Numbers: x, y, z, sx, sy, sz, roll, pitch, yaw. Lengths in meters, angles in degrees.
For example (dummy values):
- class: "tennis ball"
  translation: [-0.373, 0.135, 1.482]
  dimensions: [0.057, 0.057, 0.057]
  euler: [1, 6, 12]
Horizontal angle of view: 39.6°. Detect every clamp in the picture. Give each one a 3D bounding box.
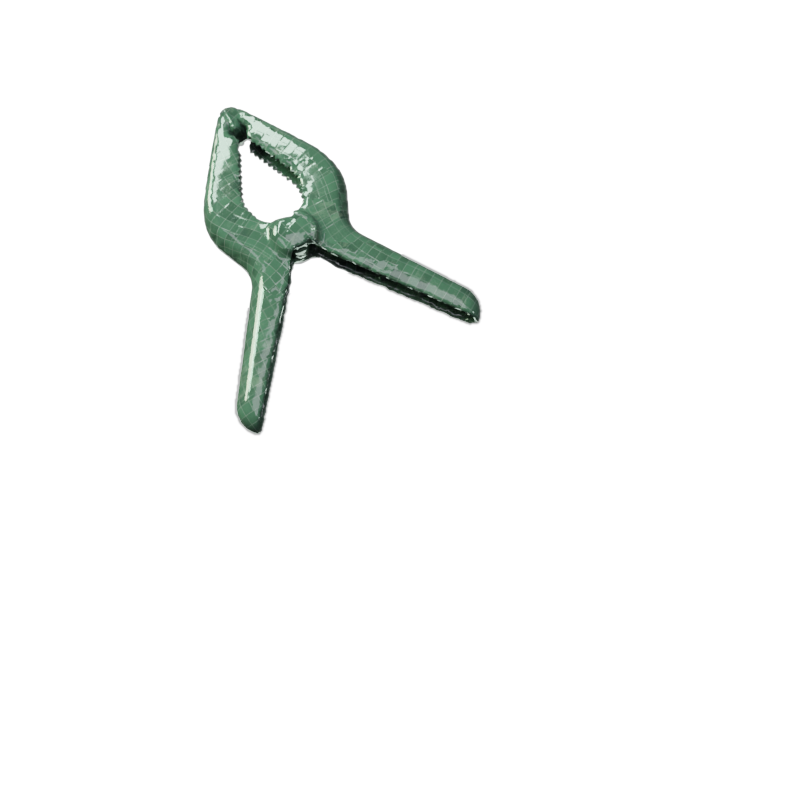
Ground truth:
- class: "clamp"
  translation: [-0.056, -0.102, 0.711]
  dimensions: [0.164, 0.221, 0.035]
  euler: [-20, -19, -7]
